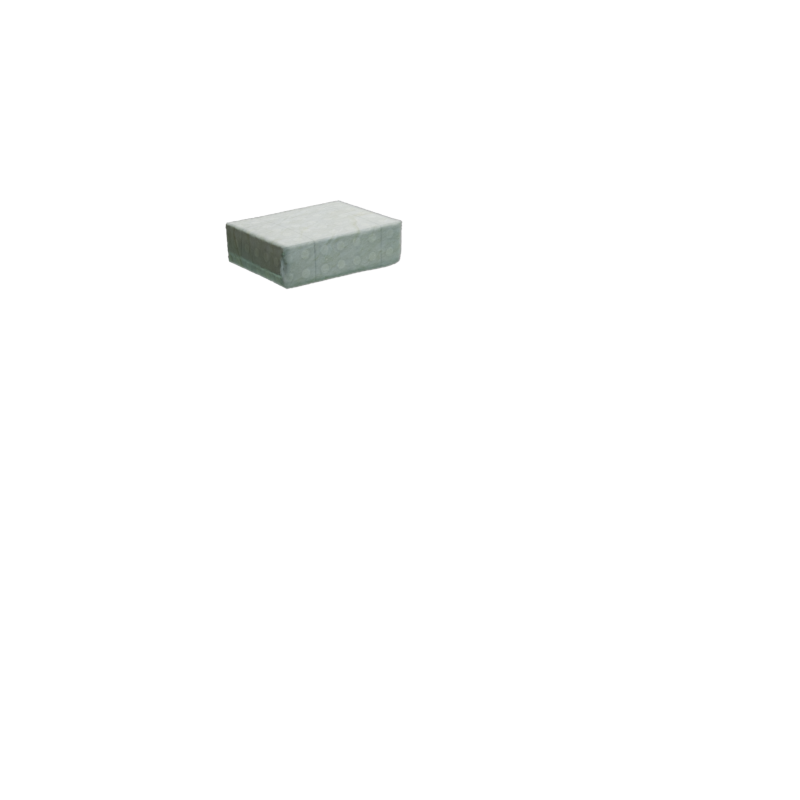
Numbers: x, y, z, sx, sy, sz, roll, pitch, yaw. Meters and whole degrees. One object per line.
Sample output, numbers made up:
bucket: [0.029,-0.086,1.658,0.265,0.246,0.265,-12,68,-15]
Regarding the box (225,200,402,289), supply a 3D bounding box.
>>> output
box: [-0.069,-0.125,0.878,0.111,0.037,0.096,-15,27,-33]
